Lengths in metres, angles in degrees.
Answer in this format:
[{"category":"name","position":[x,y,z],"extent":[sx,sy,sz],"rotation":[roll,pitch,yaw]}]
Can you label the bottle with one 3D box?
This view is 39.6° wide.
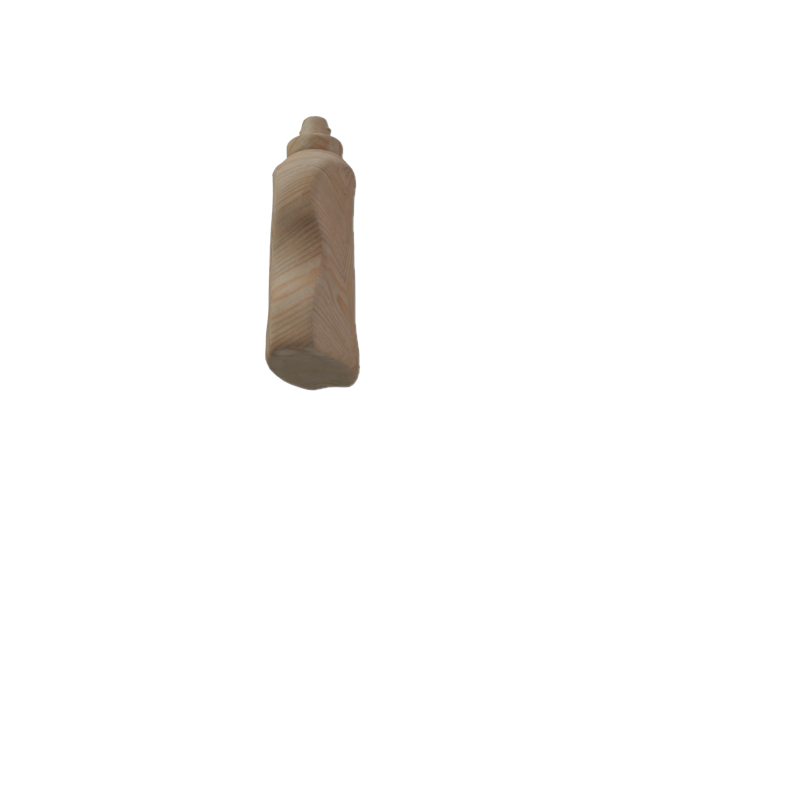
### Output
[{"category":"bottle","position":[-0.060,-0.110,0.771],"extent":[0.059,0.202,0.090],"rotation":[-8,-22,15]}]
